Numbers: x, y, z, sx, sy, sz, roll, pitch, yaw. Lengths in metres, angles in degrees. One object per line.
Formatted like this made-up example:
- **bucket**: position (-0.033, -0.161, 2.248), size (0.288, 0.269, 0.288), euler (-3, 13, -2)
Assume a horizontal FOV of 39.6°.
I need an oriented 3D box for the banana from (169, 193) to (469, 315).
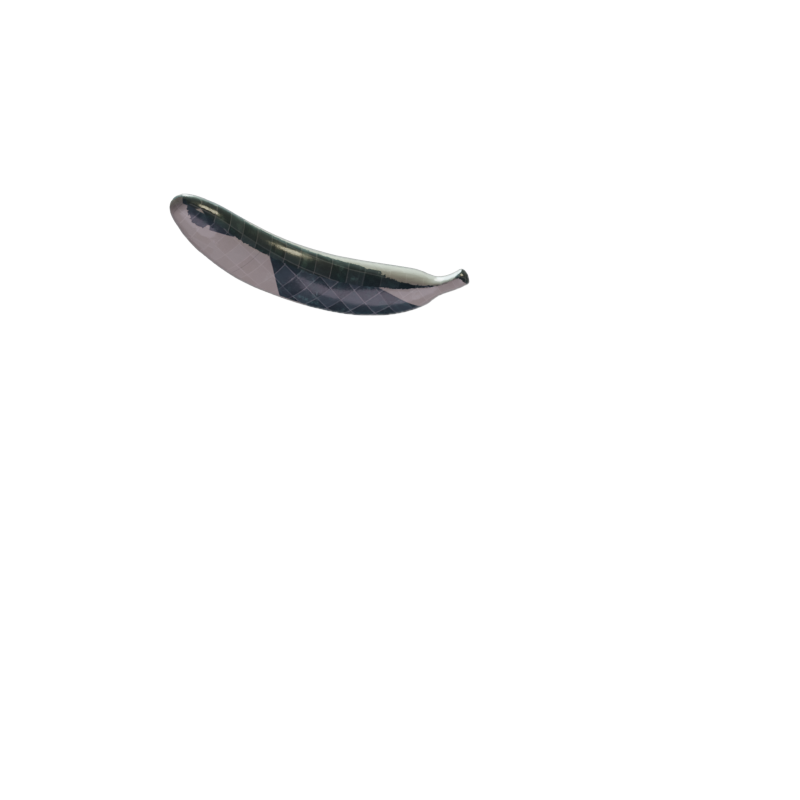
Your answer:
- **banana**: position (-0.059, -0.090, 0.721), size (0.193, 0.039, 0.066), euler (12, -41, -14)
